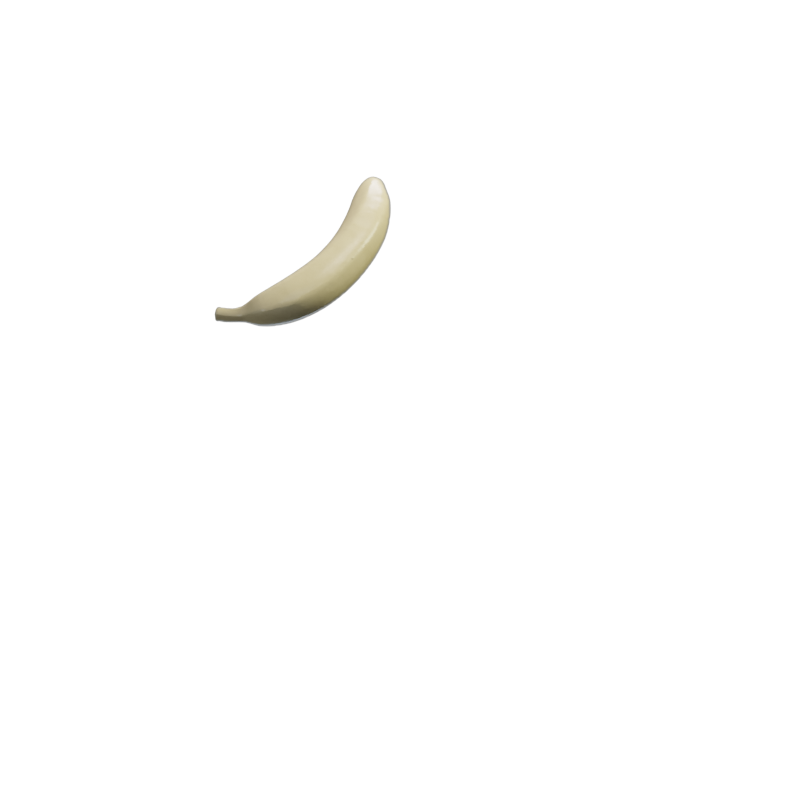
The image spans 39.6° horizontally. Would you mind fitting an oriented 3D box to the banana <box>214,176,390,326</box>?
[{"bbox_3d":[-0.058,-0.115,0.881,0.073,0.034,0.201,31,56,23],"label":"banana"}]
